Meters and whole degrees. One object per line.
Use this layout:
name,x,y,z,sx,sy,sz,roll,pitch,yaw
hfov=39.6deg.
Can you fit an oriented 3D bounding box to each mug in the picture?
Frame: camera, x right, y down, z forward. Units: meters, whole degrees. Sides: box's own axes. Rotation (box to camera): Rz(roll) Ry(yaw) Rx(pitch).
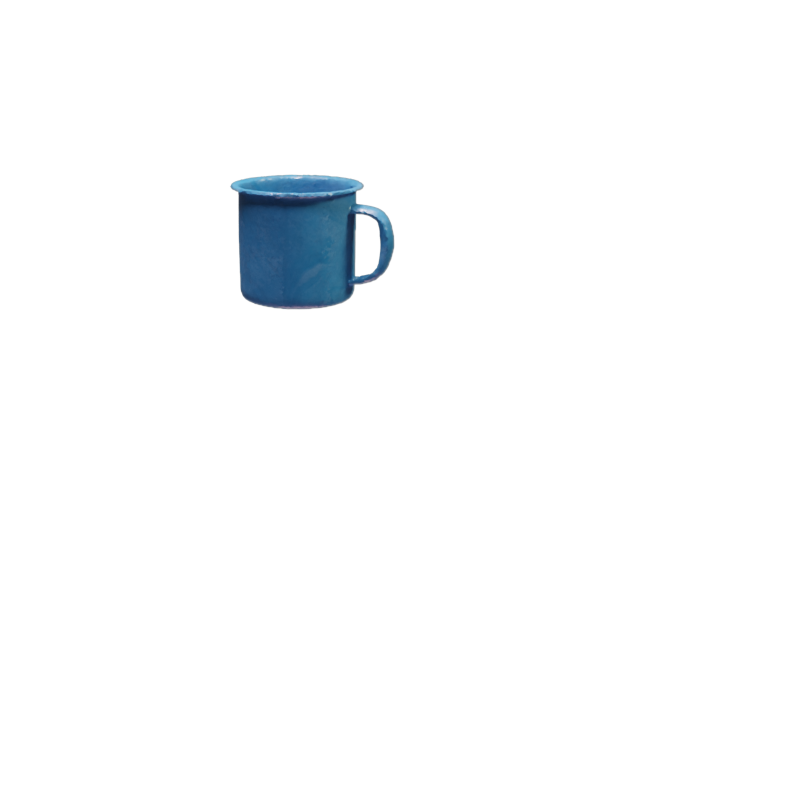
mug,-0.061,-0.111,0.775,0.120,0.079,0.094,6,17,17
